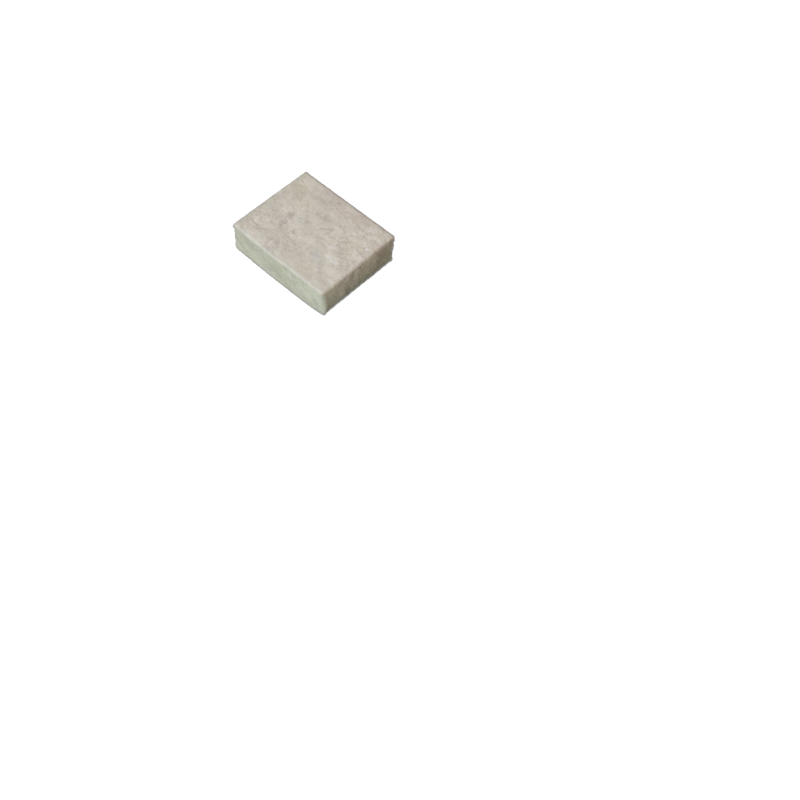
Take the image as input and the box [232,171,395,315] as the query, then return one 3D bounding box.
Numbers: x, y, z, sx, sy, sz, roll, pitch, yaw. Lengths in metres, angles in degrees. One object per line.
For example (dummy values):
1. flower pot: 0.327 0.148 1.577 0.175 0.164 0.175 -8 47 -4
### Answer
1. box: -0.075 -0.137 0.963 0.120 0.091 0.036 39 -27 23
